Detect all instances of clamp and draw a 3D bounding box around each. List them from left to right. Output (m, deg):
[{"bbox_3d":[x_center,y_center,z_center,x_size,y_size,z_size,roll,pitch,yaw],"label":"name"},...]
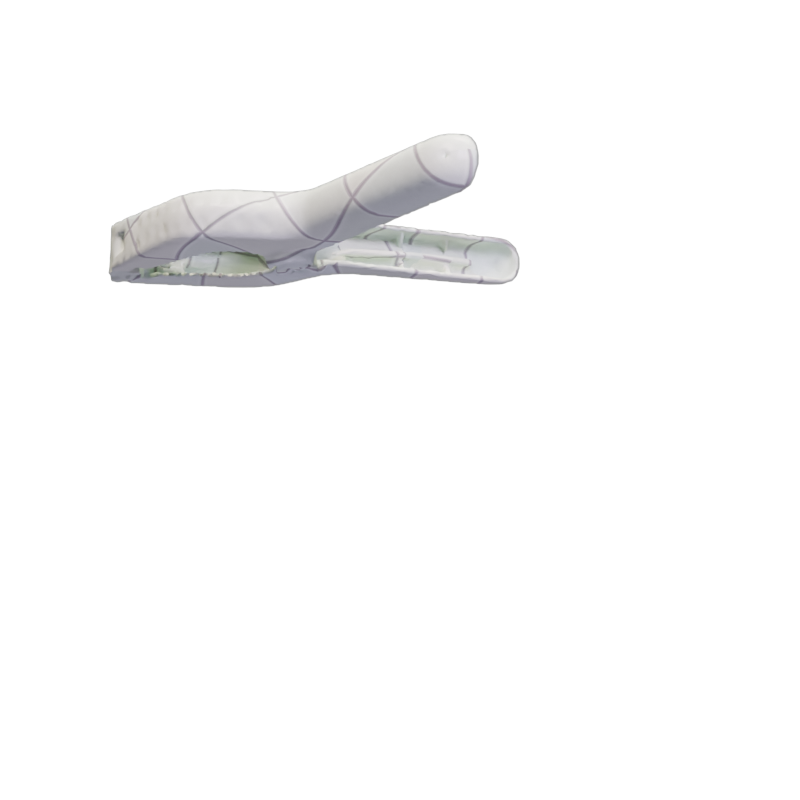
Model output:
[{"bbox_3d":[-0.044,-0.080,0.557,0.214,0.038,0.155,-5,-13,21],"label":"clamp"}]
